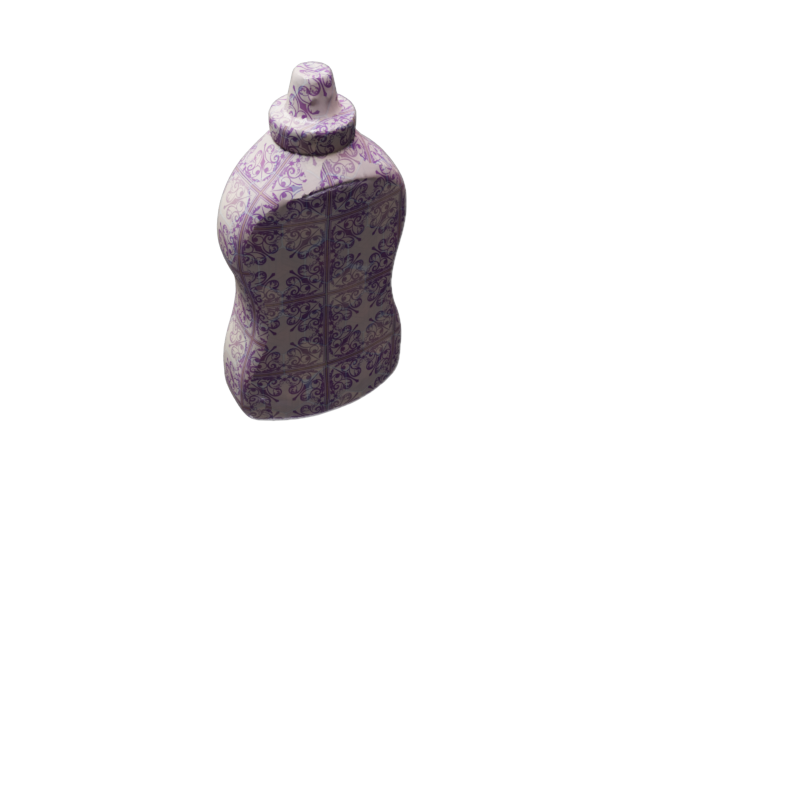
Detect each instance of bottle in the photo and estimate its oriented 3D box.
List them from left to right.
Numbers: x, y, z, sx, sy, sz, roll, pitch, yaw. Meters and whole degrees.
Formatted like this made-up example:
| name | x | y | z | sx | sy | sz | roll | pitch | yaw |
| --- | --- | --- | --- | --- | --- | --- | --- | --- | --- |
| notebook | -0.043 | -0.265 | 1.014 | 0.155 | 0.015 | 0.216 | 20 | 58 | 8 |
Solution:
| name | x | y | z | sx | sy | sz | roll | pitch | yaw |
| --- | --- | --- | --- | --- | --- | --- | --- | --- | --- |
| bottle | -0.044 | -0.080 | 0.556 | 0.095 | 0.179 | 0.063 | -16 | 43 | -21 |
